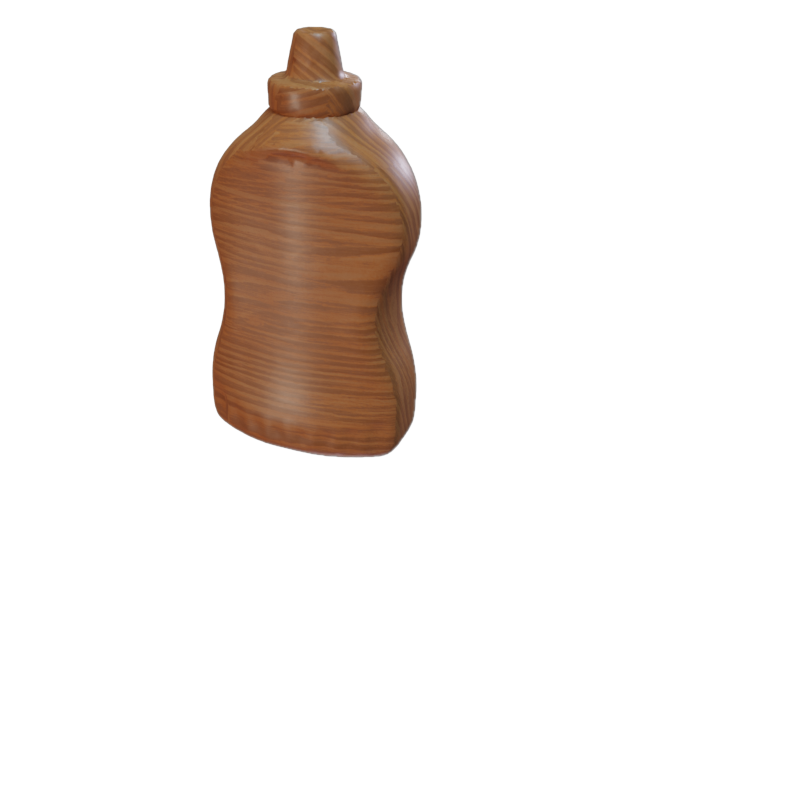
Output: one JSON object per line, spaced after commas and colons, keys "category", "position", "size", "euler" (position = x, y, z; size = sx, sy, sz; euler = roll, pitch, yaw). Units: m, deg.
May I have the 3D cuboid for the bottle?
{"category": "bottle", "position": [-0.039, -0.072, 0.503], "size": [0.099, 0.182, 0.059], "euler": [11, 25, 21]}
